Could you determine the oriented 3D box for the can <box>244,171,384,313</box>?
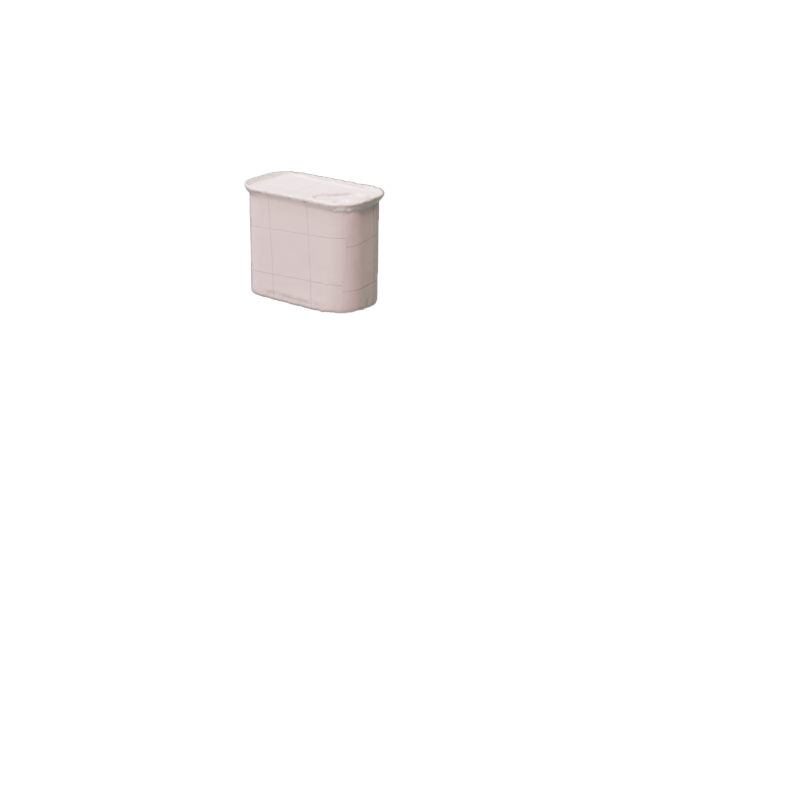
[{"bbox_3d":[-0.063,-0.115,0.805,0.107,0.080,0.057,16,25,33],"label":"can"}]
